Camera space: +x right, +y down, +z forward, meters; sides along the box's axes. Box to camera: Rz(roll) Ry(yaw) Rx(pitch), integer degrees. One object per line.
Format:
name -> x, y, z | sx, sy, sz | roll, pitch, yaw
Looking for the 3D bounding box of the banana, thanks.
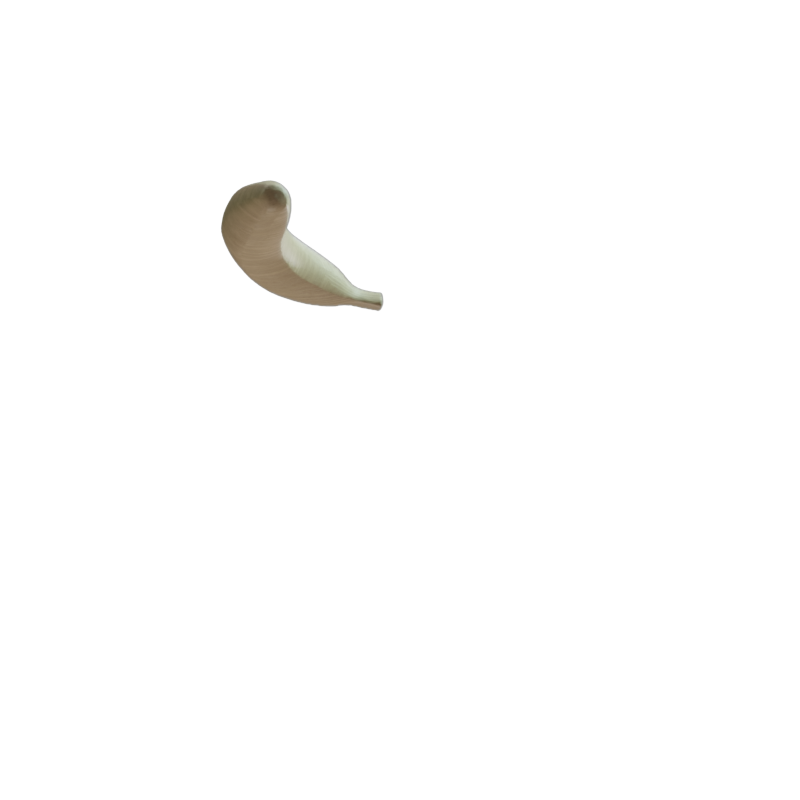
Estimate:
banana -> -0.068, -0.091, 0.661 | 0.071, 0.038, 0.187 | -4, -12, 16
